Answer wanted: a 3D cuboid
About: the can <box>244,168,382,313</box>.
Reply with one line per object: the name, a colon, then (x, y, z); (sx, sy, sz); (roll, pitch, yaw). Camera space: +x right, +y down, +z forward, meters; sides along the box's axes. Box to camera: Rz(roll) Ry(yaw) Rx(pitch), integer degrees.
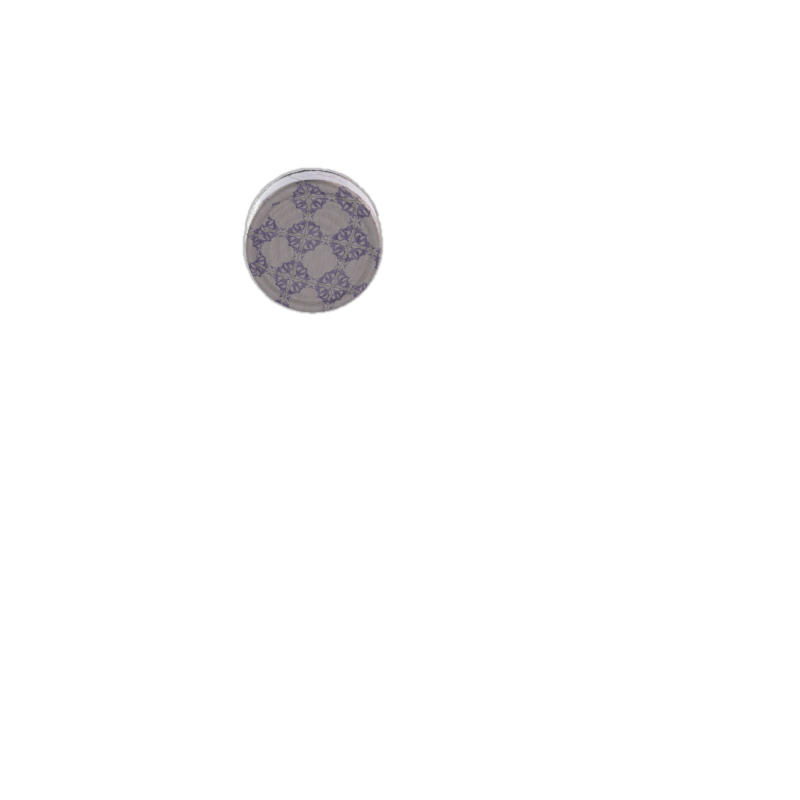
can: (-0.054, -0.098, 0.687); (0.086, 0.083, 0.035); (0, 17, -1)
